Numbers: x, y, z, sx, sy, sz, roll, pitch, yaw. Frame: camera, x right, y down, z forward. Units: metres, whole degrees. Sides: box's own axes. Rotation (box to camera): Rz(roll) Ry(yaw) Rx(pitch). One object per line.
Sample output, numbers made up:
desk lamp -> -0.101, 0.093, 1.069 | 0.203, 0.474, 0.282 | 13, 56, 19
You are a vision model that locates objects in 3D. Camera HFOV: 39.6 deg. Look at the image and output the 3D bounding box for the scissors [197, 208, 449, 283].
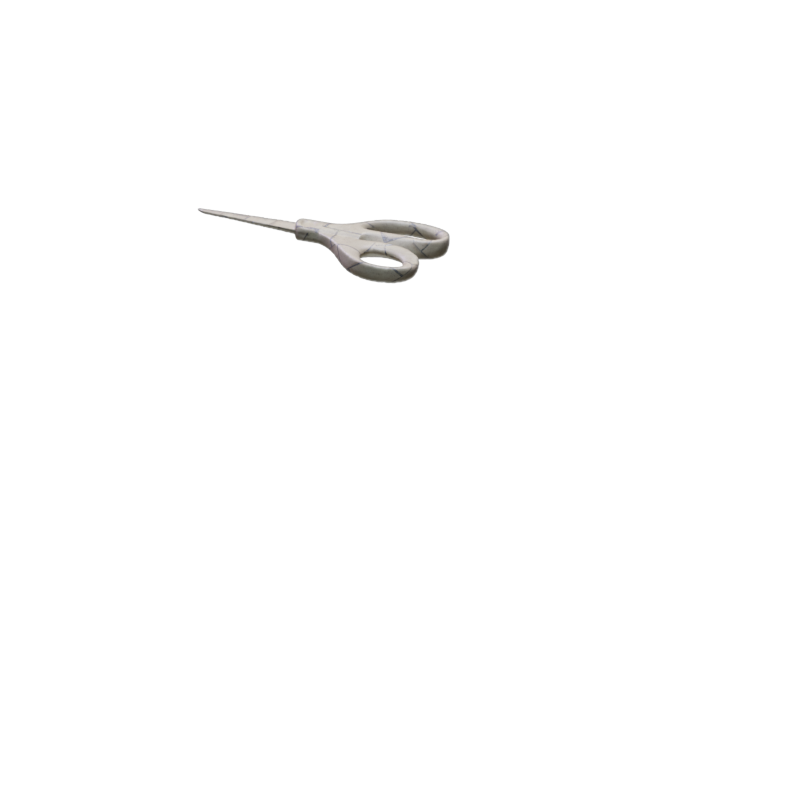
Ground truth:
scissors -> -0.065, -0.119, 0.832 | 0.204, 0.015, 0.101 | 5, 31, 8
